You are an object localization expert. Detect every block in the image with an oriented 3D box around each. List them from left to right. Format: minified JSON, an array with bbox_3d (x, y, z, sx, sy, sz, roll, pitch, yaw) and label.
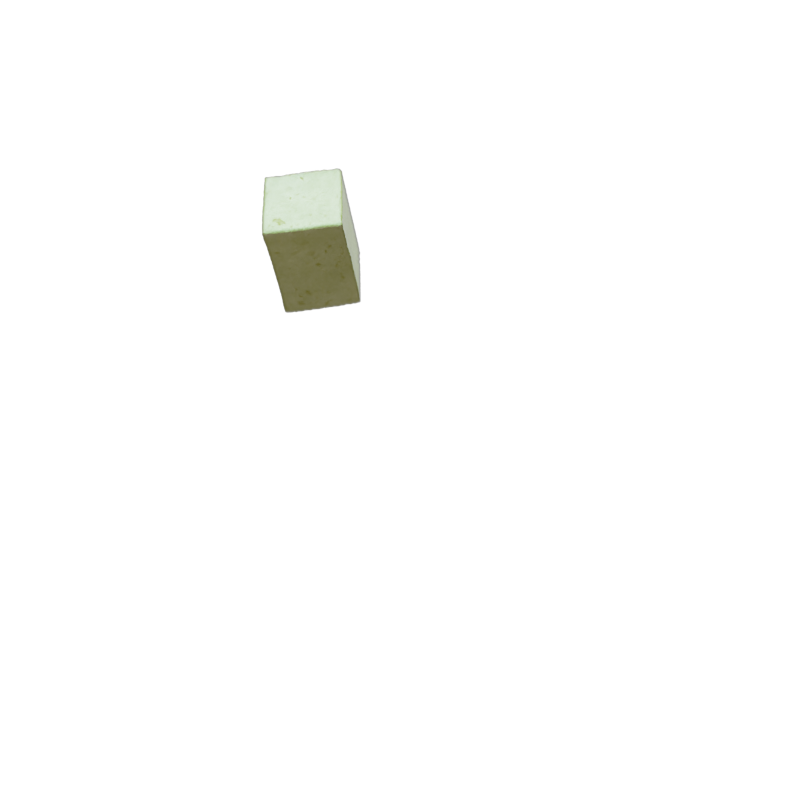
[{"bbox_3d":[-0.057,-0.103,0.722,0.053,0.055,0.072,-6,-41,5],"label":"block"}]
